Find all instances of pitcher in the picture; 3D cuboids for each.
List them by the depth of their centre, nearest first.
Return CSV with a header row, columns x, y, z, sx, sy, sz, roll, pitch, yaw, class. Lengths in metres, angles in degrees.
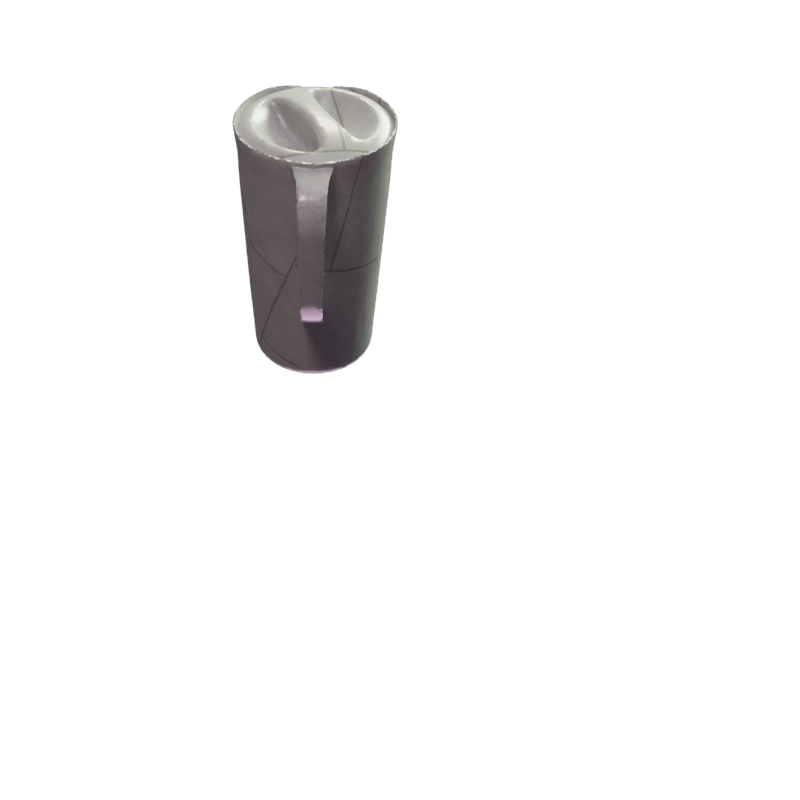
x,y,z,sx,sy,sz,roll,pitch,yaw,class
-0.075,-0.136,0.953,0.154,0.227,0.150,32,48,31,pitcher
